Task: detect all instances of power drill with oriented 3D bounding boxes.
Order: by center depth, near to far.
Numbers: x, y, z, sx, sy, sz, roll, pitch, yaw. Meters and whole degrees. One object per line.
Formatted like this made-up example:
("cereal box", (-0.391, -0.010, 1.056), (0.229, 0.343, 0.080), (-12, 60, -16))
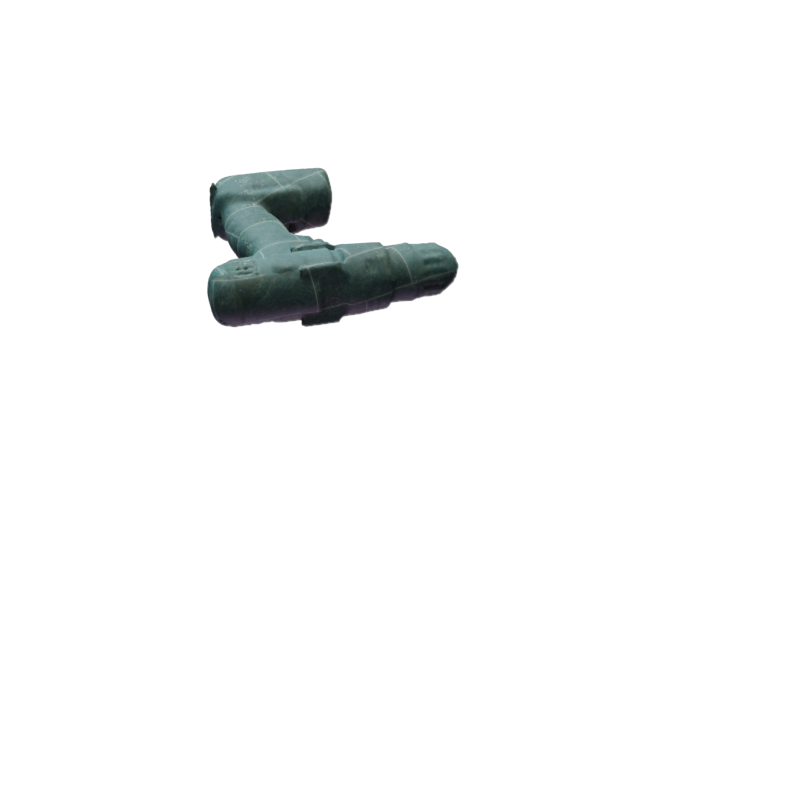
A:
("power drill", (-0.067, -0.123, 0.862), (0.182, 0.054, 0.201), (-8, 31, -13))
